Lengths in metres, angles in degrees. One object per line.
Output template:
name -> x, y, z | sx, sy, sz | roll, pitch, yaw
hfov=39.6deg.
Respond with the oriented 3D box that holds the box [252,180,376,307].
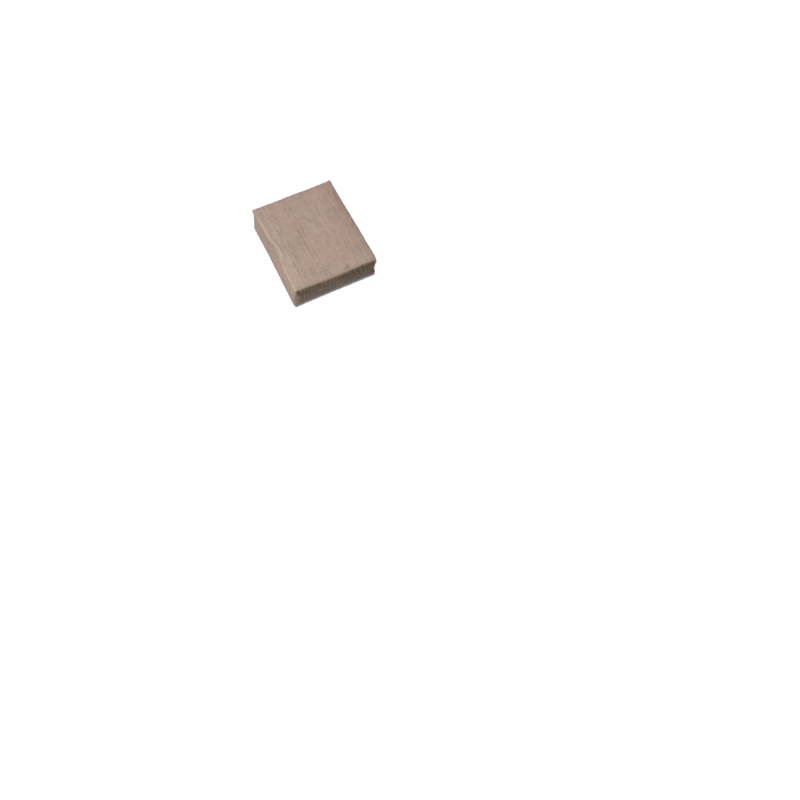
box -> -0.071, -0.130, 0.912 | 0.073, 0.095, 0.028 | -23, -27, -13
